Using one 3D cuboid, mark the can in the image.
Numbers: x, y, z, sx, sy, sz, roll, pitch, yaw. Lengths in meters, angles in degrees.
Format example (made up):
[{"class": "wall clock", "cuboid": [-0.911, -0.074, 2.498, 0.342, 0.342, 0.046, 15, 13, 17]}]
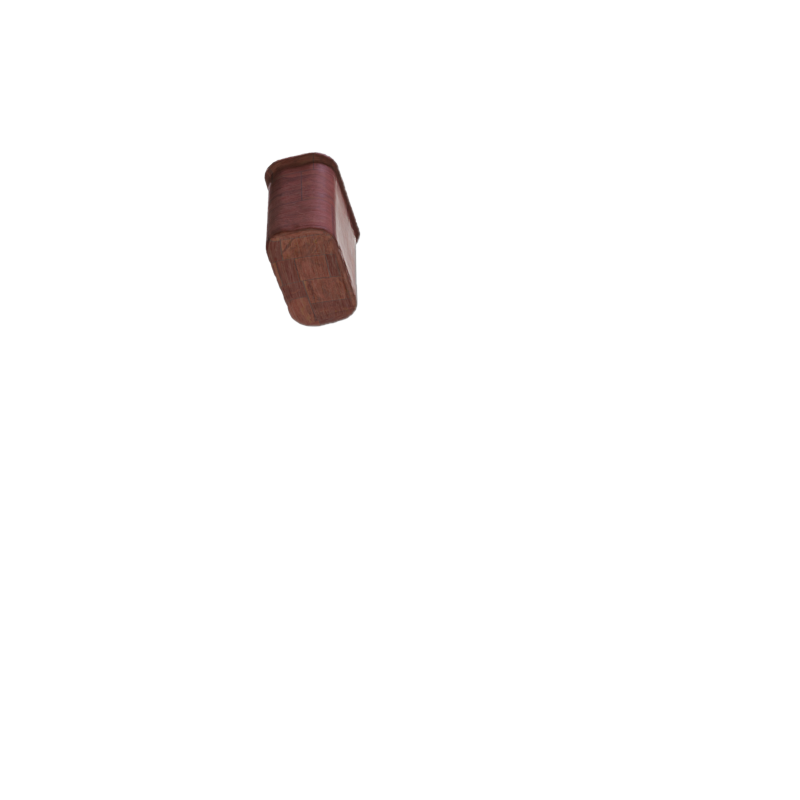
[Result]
[{"class": "can", "cuboid": [-0.065, -0.118, 0.825, 0.058, 0.090, 0.094, -11, -45, 8]}]
